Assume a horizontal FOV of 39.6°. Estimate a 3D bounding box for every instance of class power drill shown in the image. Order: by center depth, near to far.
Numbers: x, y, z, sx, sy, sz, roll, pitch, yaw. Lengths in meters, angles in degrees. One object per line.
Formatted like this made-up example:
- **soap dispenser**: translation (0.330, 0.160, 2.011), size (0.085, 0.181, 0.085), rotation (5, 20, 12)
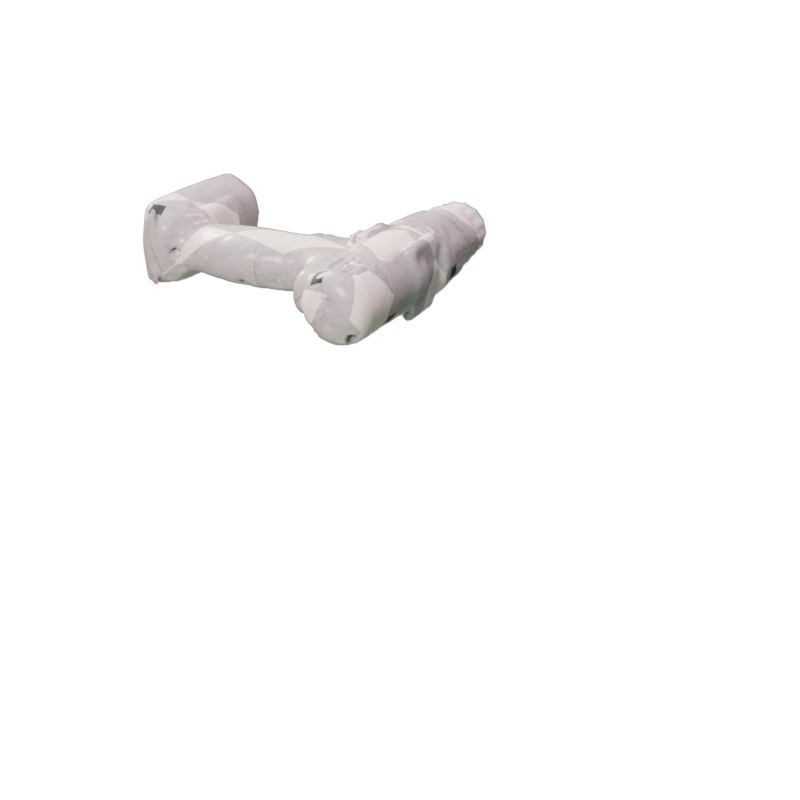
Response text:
- **power drill**: translation (-0.056, -0.102, 0.717), size (0.196, 0.055, 0.185), rotation (14, 28, 27)
